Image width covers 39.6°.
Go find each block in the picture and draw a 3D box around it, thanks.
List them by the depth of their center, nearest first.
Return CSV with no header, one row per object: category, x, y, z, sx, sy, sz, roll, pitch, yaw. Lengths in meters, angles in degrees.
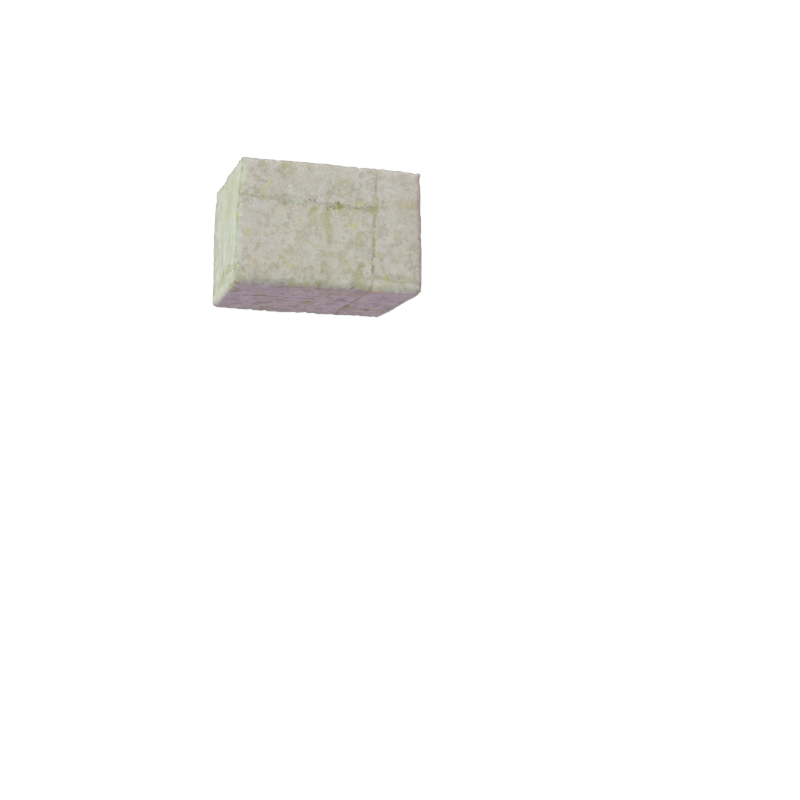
block,-0.036,-0.066,0.462,0.076,0.053,0.052,3,-12,-18
